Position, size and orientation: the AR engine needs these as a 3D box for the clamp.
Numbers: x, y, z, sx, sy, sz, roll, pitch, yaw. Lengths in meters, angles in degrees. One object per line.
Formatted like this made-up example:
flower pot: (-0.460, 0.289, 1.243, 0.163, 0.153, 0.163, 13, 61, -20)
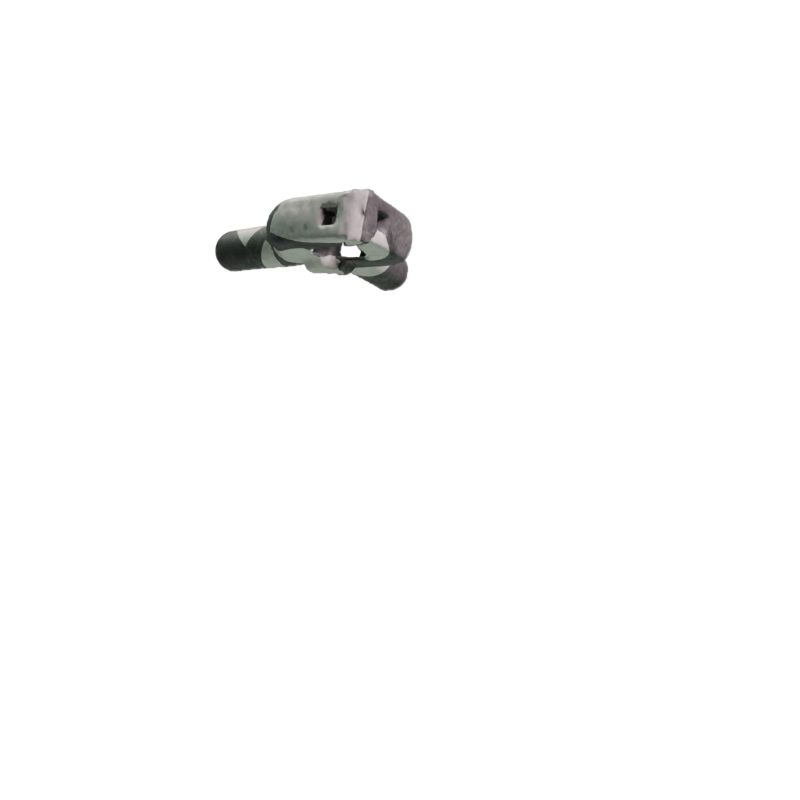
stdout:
clamp: (-0.049, -0.090, 0.628, 0.120, 0.040, 0.168, 0, -6, -3)
